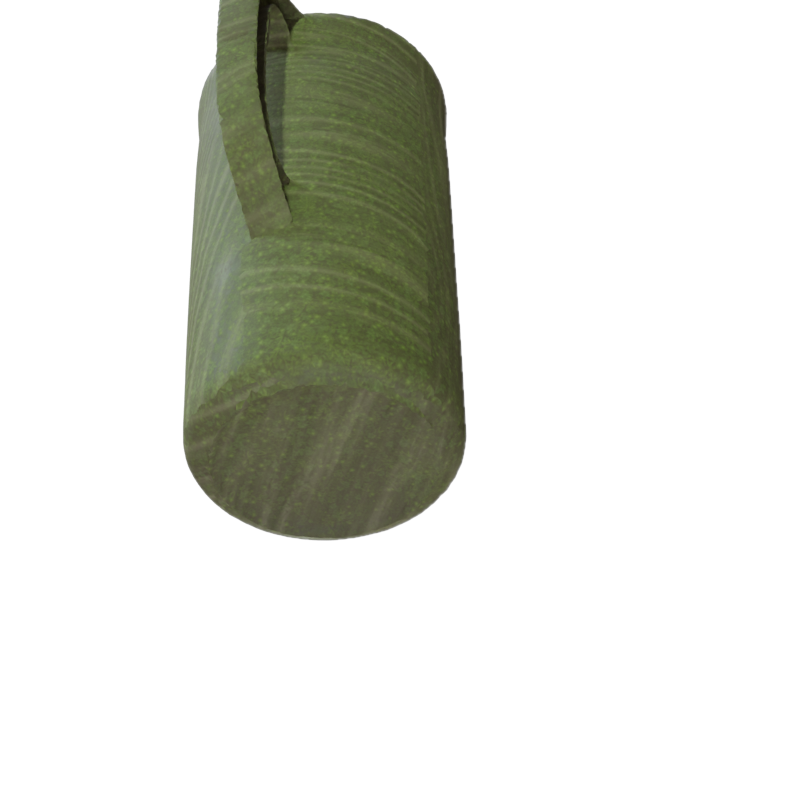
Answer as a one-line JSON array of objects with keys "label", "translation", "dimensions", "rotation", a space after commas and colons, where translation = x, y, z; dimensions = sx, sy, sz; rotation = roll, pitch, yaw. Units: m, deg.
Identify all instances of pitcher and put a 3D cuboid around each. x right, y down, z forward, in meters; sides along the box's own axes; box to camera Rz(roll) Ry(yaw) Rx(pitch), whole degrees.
[{"label": "pitcher", "translation": [-0.039, -0.072, 0.501], "dimensions": [0.144, 0.261, 0.140], "rotation": [19, -51, -19]}]
